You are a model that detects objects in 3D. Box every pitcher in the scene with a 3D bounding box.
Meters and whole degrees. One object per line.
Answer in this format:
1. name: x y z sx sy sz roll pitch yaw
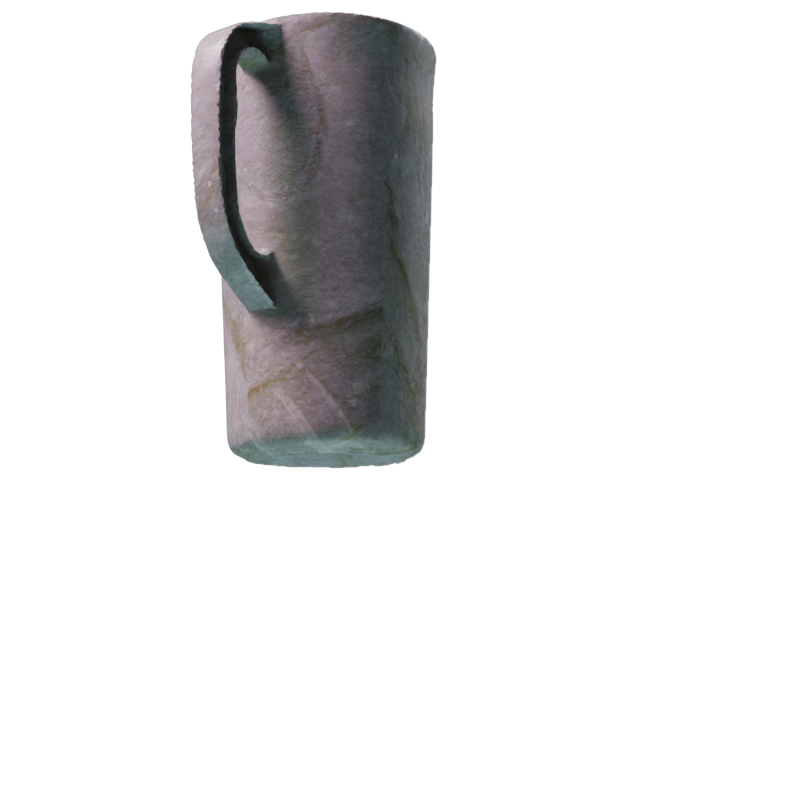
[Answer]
1. pitcher: -0.049 -0.090 0.627 0.147 0.252 0.142 2 -14 -12
